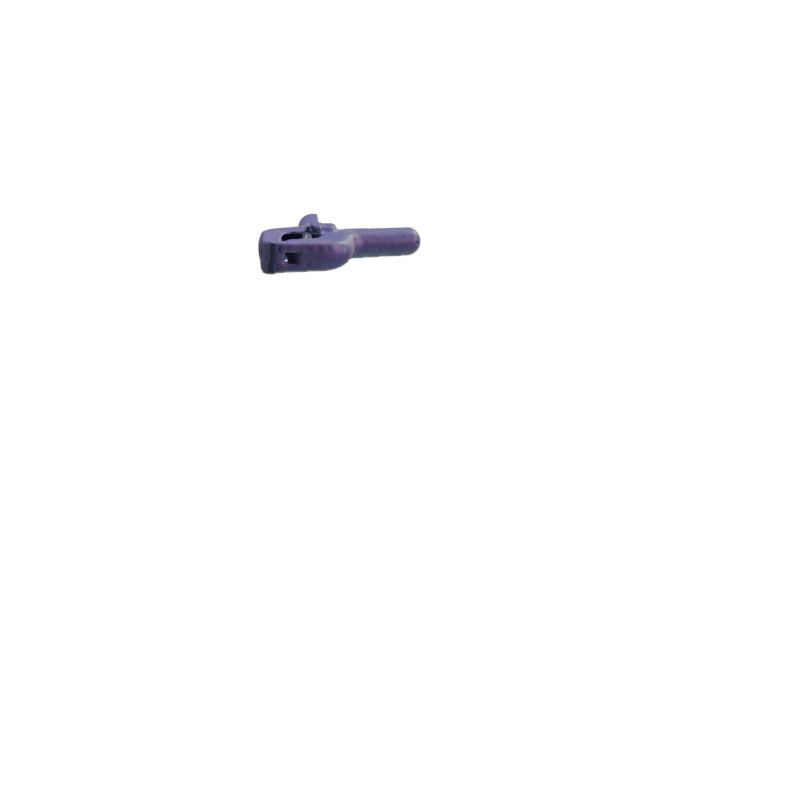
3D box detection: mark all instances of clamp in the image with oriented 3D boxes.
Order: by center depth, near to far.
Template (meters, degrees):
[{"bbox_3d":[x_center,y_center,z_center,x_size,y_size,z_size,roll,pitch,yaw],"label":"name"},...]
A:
[{"bbox_3d":[-0.075,-0.137,0.959,0.126,0.038,0.167,9,15,36],"label":"clamp"}]
